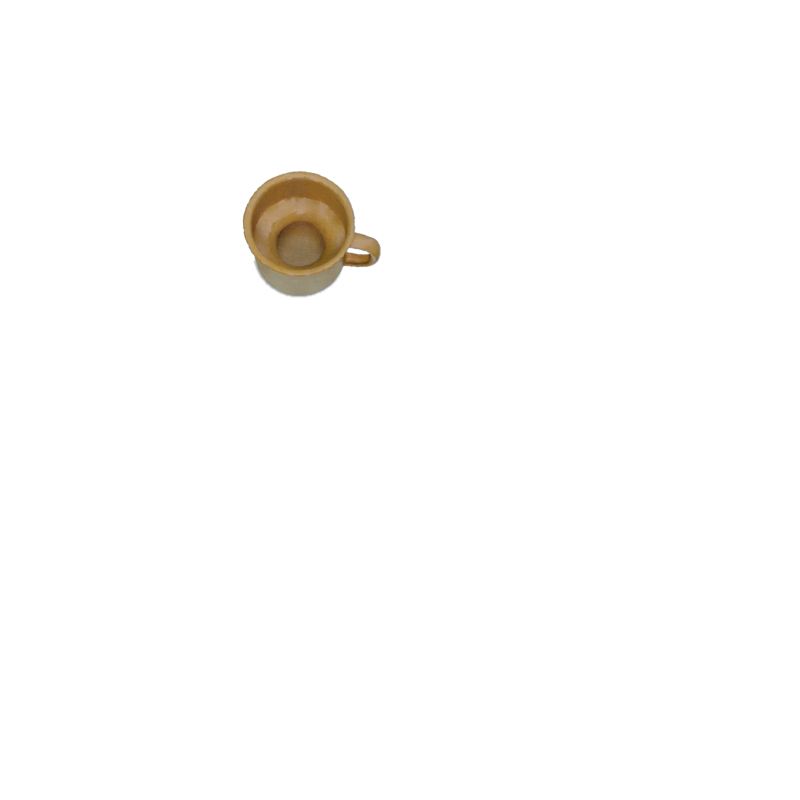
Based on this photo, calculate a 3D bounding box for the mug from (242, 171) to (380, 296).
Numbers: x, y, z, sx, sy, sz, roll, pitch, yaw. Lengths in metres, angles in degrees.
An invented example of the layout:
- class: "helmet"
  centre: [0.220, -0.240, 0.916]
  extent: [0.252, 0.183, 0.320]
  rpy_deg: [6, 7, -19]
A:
- class: "mug"
  centre: [-0.074, -0.136, 0.951]
  extent: [0.118, 0.097, 0.078]
  rpy_deg: [9, -17, 1]
